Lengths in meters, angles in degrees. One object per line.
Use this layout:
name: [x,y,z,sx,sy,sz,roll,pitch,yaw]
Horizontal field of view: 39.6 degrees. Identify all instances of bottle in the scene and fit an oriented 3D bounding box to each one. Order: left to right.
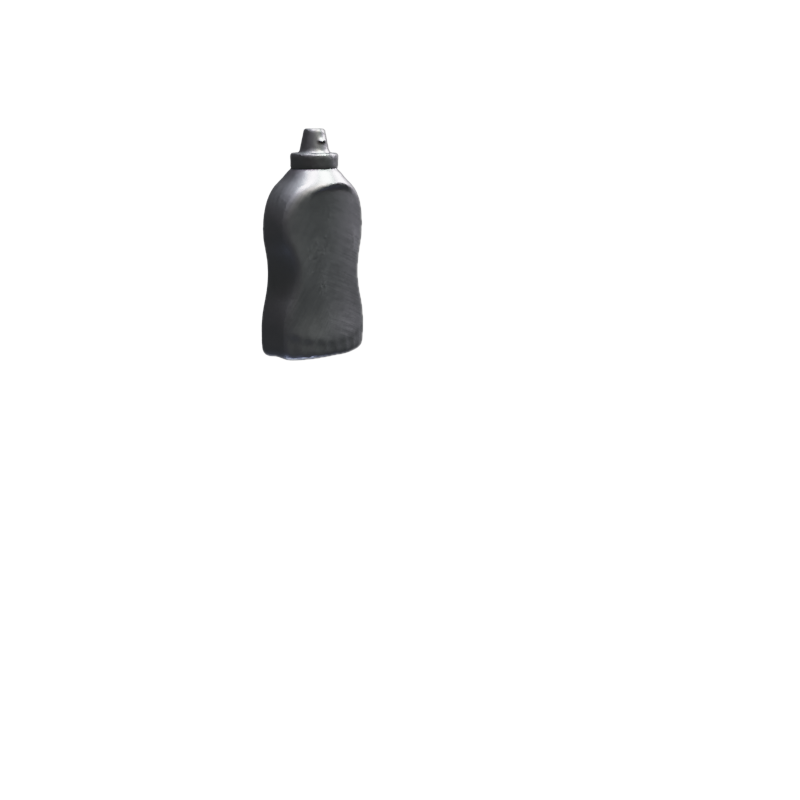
bottle: [-0.074,-0.135,0.944,0.093,0.189,0.061,-7,10,-44]
